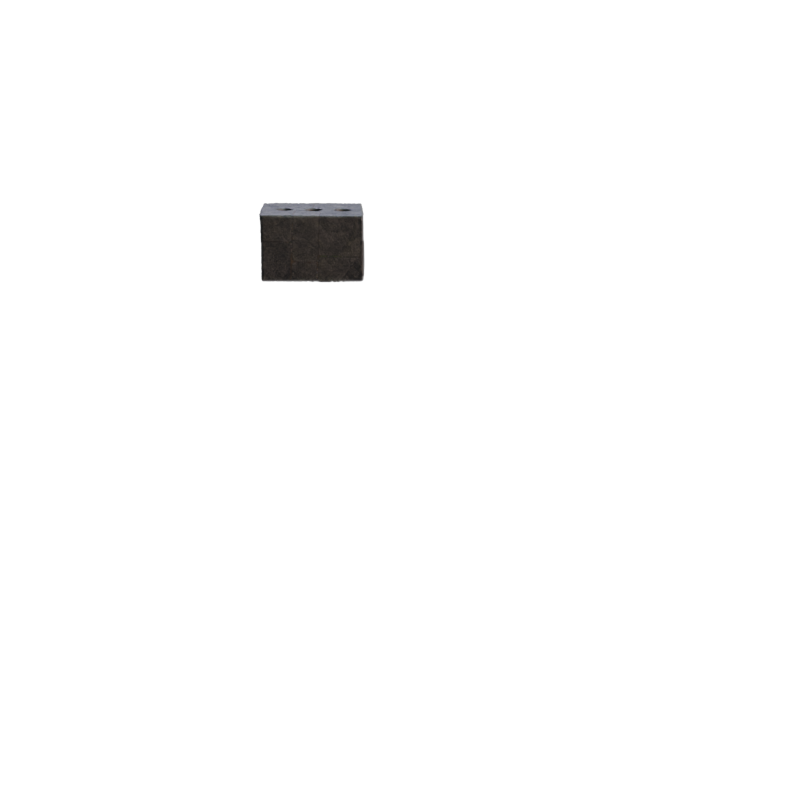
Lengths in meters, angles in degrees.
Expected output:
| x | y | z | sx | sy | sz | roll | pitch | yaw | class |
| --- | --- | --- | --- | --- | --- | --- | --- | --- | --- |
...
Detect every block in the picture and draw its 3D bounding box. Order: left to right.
| x | y | z | sx | sy | sz | roll | pitch | yaw | class |
| --- | --- | --- | --- | --- | --- | --- | --- | --- | --- |
| -0.065 | -0.119 | 0.831 | 0.078 | 0.050 | 0.054 | 0 | 15 | 0 | block |
